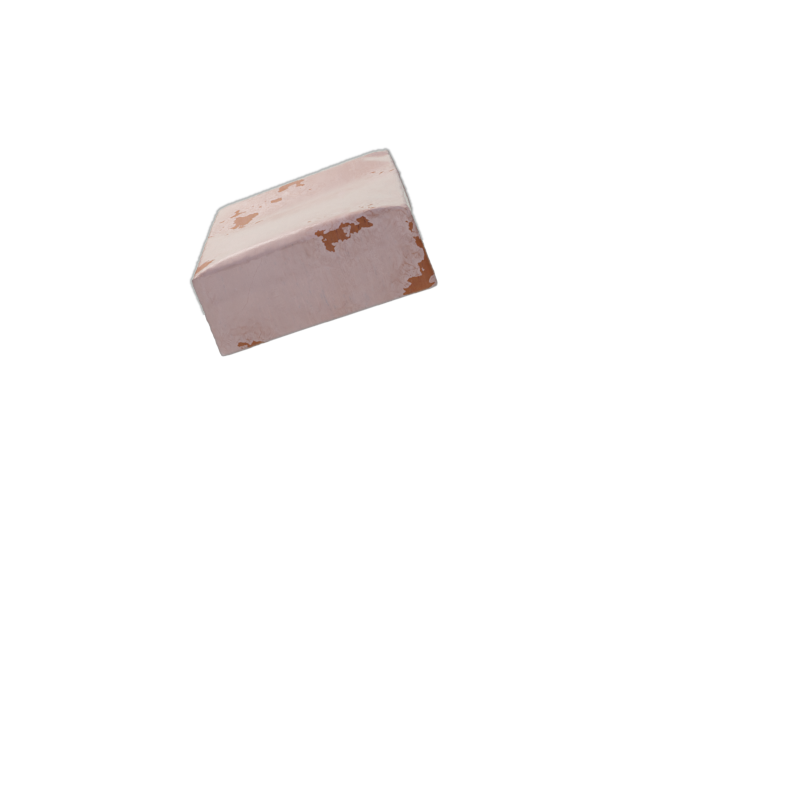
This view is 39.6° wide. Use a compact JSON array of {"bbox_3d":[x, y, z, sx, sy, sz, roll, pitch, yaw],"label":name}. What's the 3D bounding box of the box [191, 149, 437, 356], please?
[{"bbox_3d":[-0.068,-0.124,0.870,0.164,0.068,0.224,-19,22,4],"label":"box"}]
